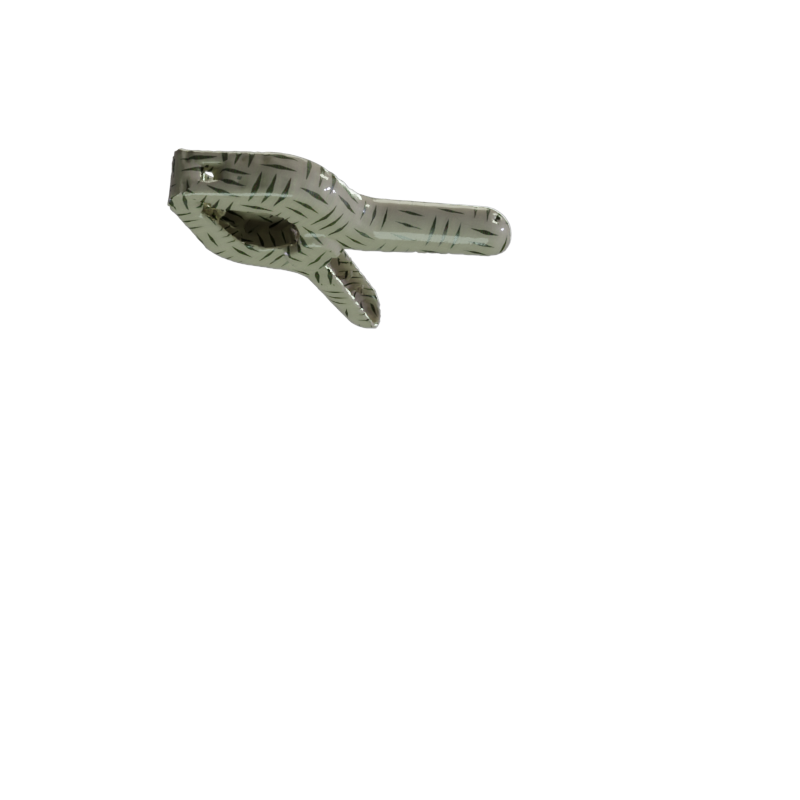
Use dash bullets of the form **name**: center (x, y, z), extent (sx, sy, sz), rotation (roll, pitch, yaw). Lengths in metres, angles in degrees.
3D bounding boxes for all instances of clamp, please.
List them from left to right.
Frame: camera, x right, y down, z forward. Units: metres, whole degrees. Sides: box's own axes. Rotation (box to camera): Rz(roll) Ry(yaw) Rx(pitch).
- **clamp**: center (-0.044, -0.081, 0.565), extent (0.165, 0.042, 0.117), rotation (15, -36, -23)
